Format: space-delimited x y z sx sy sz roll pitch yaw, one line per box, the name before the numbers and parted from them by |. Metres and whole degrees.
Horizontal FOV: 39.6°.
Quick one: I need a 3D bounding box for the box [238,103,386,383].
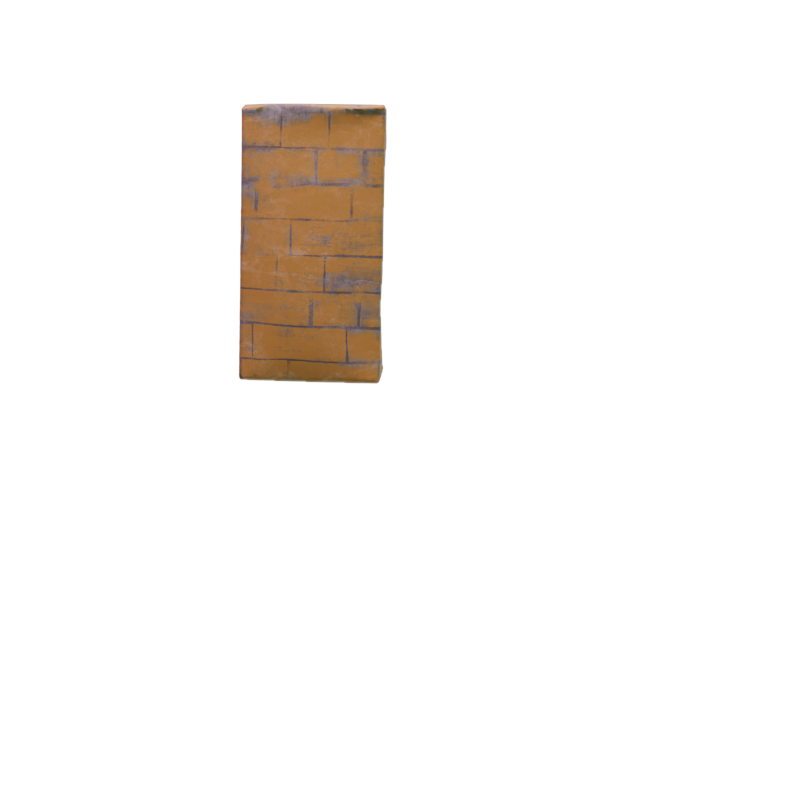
box | -0.056 -0.102 0.714 0.094 0.173 0.049 1 8 3
